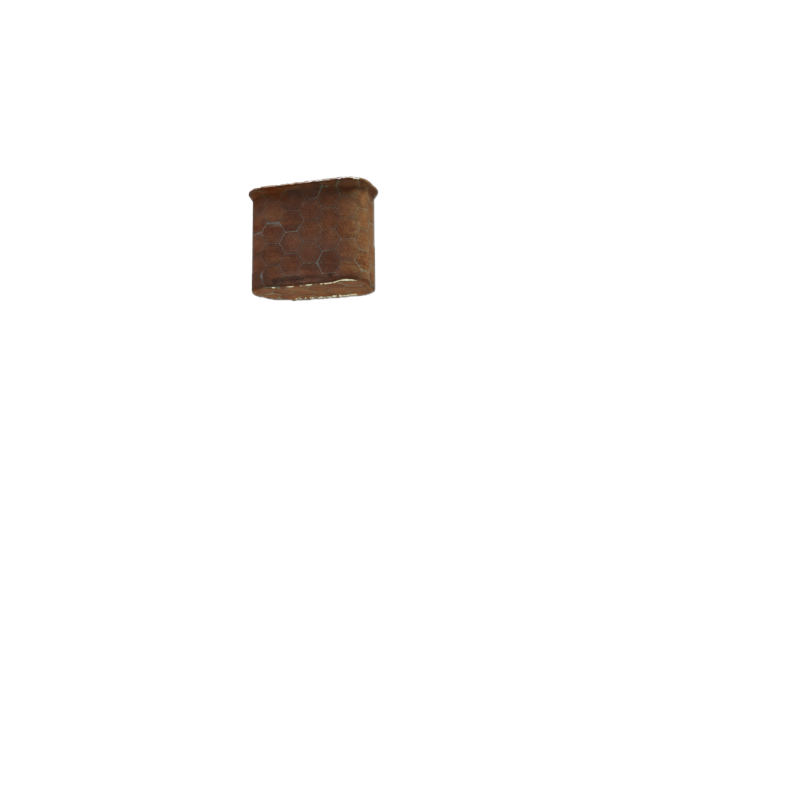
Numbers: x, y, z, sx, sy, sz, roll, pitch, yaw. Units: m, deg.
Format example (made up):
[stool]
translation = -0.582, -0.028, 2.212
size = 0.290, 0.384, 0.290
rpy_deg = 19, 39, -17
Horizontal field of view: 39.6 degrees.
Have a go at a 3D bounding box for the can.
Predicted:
[can]
translation = -0.069, -0.126, 0.881
size = 0.104, 0.087, 0.054
rpy_deg = -4, -13, 18
